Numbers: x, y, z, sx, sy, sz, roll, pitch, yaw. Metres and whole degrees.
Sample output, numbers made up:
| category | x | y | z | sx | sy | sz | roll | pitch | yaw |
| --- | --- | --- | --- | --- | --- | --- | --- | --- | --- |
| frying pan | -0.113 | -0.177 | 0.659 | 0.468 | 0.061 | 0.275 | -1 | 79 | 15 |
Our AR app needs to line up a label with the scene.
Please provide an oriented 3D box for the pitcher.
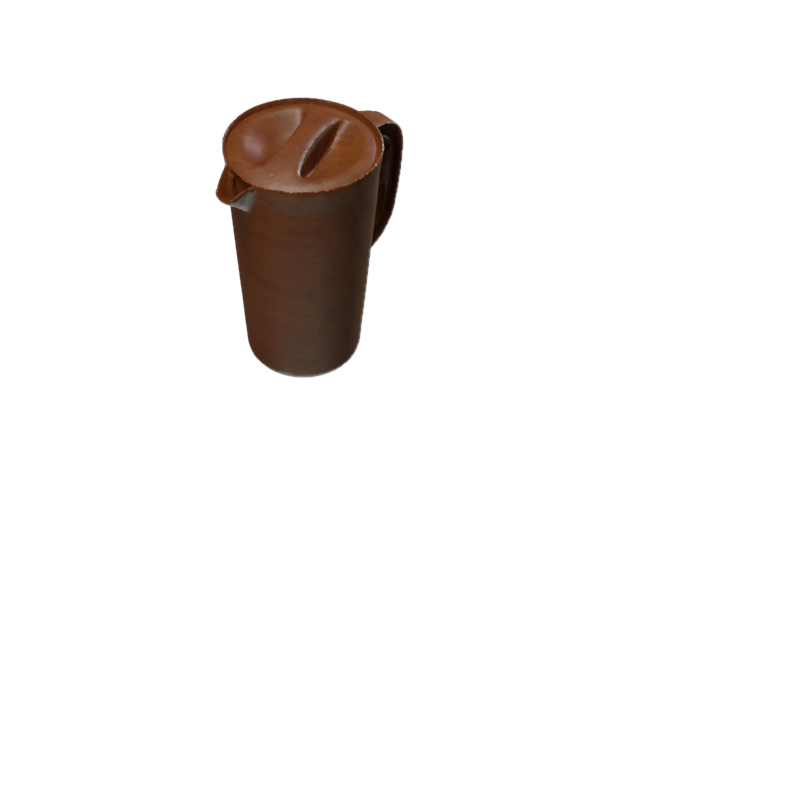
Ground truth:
| category | x | y | z | sx | sy | sz | roll | pitch | yaw |
| --- | --- | --- | --- | --- | --- | --- | --- | --- | --- |
| pitcher | -0.077 | -0.141 | 0.989 | 0.150 | 0.155 | 0.226 | 4 | -44 | 1 |
